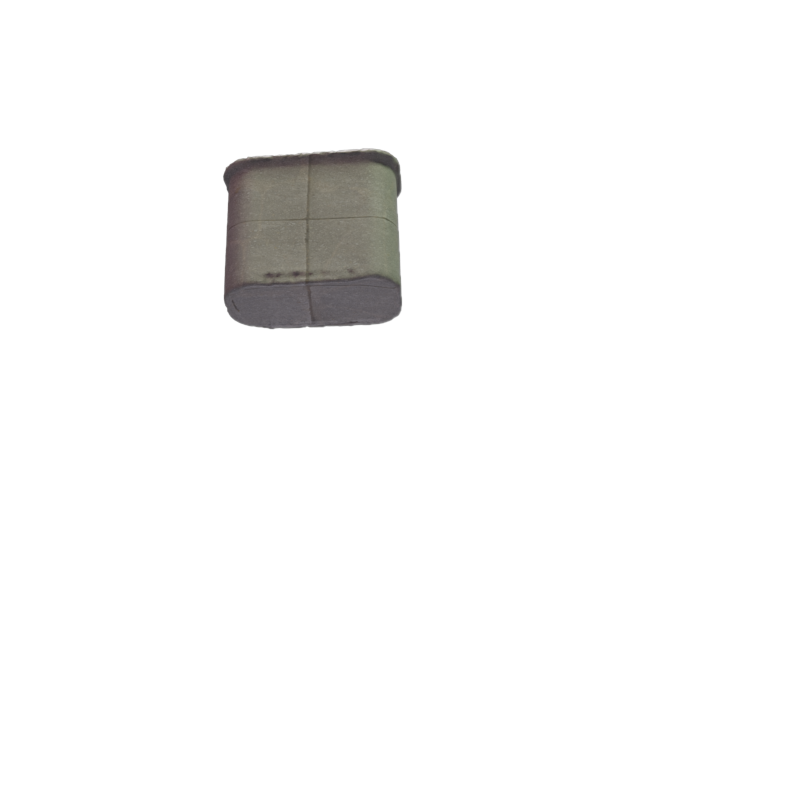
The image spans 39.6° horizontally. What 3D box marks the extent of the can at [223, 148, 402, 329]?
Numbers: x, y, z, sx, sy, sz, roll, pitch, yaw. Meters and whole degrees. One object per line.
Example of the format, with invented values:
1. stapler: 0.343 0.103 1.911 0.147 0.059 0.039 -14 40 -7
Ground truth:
1. can: -0.049 -0.089 0.622 0.102 0.089 0.054 -3 -28 4
